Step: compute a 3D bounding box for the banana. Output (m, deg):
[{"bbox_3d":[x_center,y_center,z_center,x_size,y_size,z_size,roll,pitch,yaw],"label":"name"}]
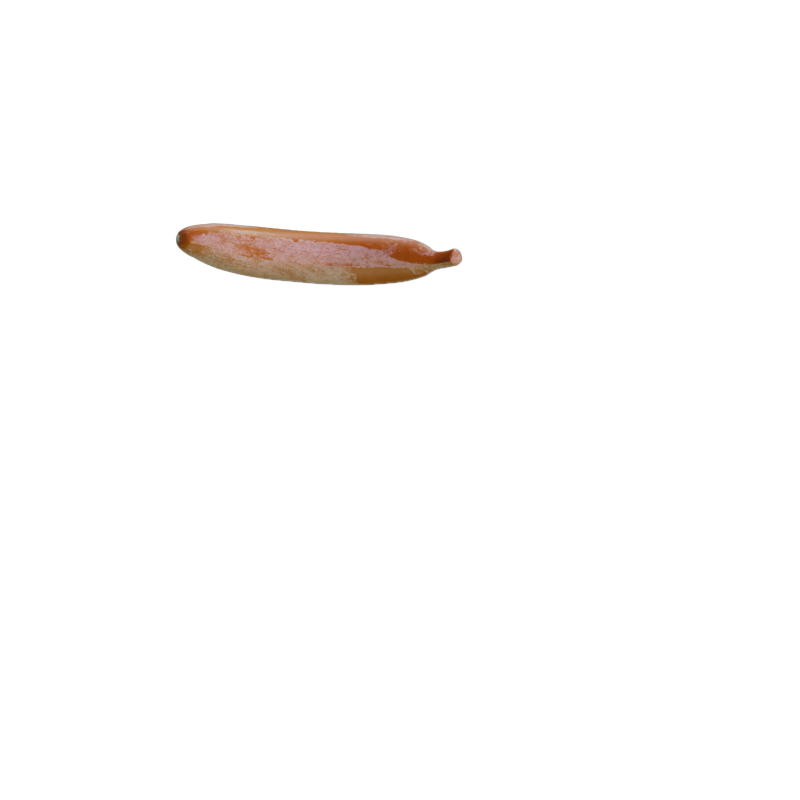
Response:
[{"bbox_3d":[-0.060,-0.106,0.792,0.196,0.038,0.067,1,-15,-6],"label":"banana"}]
